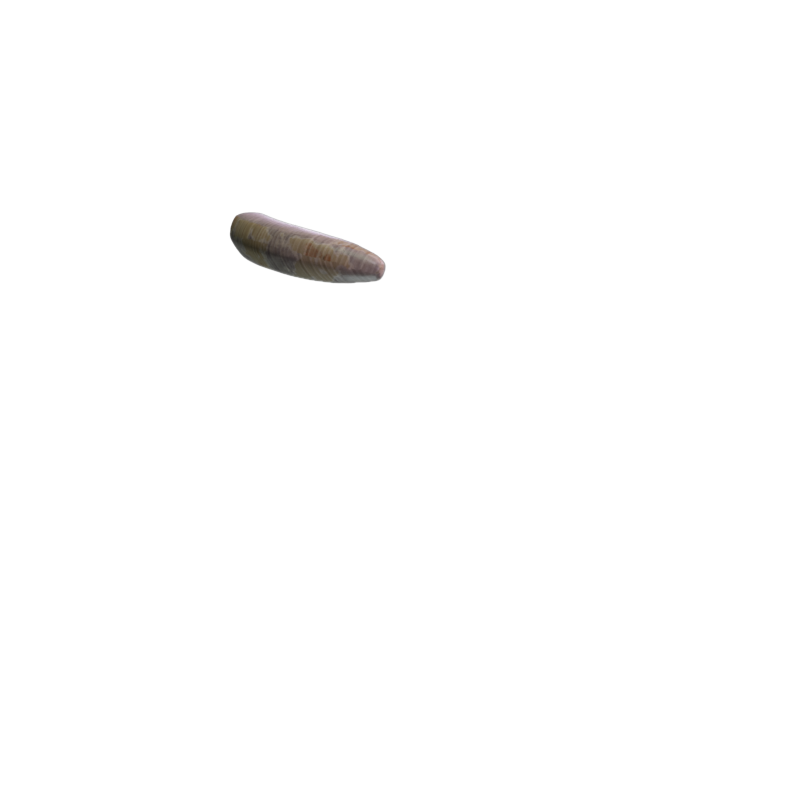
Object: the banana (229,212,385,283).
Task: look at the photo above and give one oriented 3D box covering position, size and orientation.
[{"bbox_3d":[-0.085,-0.121,0.852,0.068,0.035,0.209,-8,20,-26],"label":"banana"}]
